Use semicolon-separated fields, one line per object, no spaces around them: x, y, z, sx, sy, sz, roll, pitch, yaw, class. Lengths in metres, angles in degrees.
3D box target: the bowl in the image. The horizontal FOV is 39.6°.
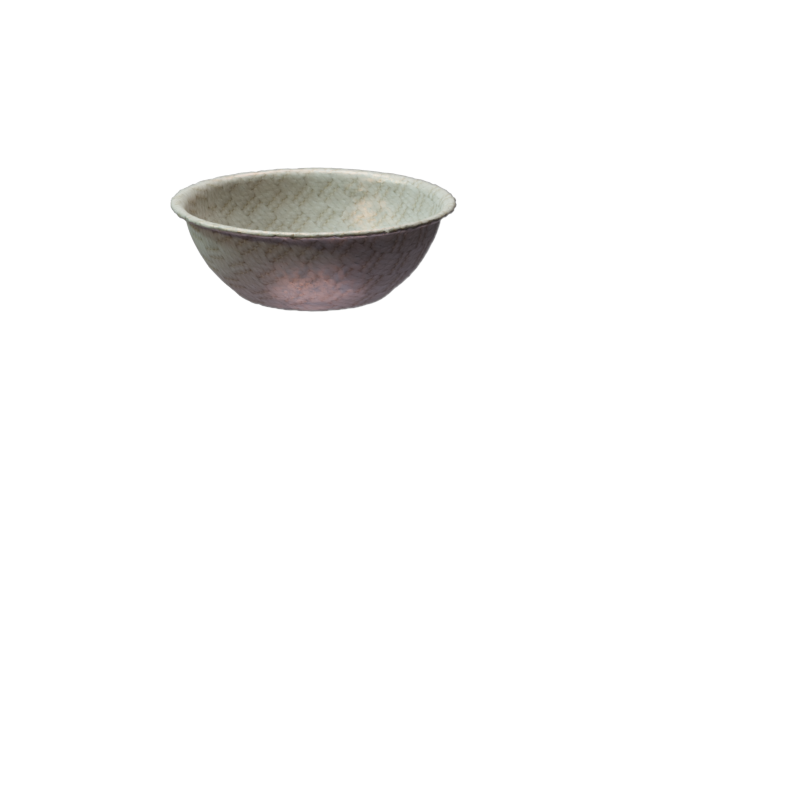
-0.050;-0.091;0.637;0.162;0.053;0.169;-1;22;-2;bowl
